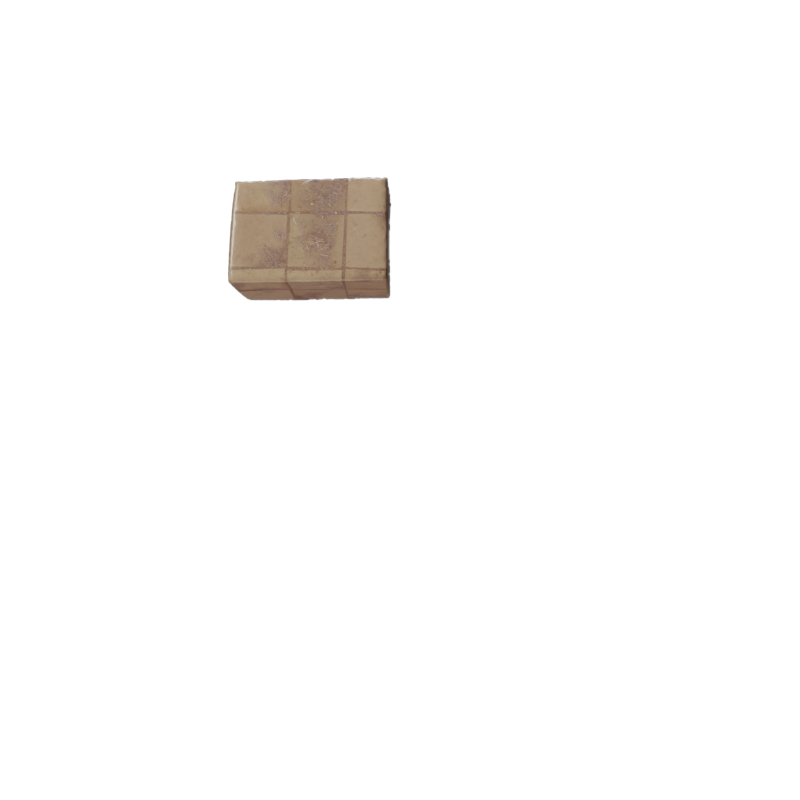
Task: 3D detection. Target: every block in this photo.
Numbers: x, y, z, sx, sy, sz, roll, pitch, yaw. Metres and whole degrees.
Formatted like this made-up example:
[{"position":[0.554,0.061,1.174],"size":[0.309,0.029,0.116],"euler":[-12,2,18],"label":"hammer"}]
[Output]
[{"position":[-0.044,-0.080,0.560],"size":[0.078,0.053,0.051],"euler":[-1,-9,4],"label":"block"}]
